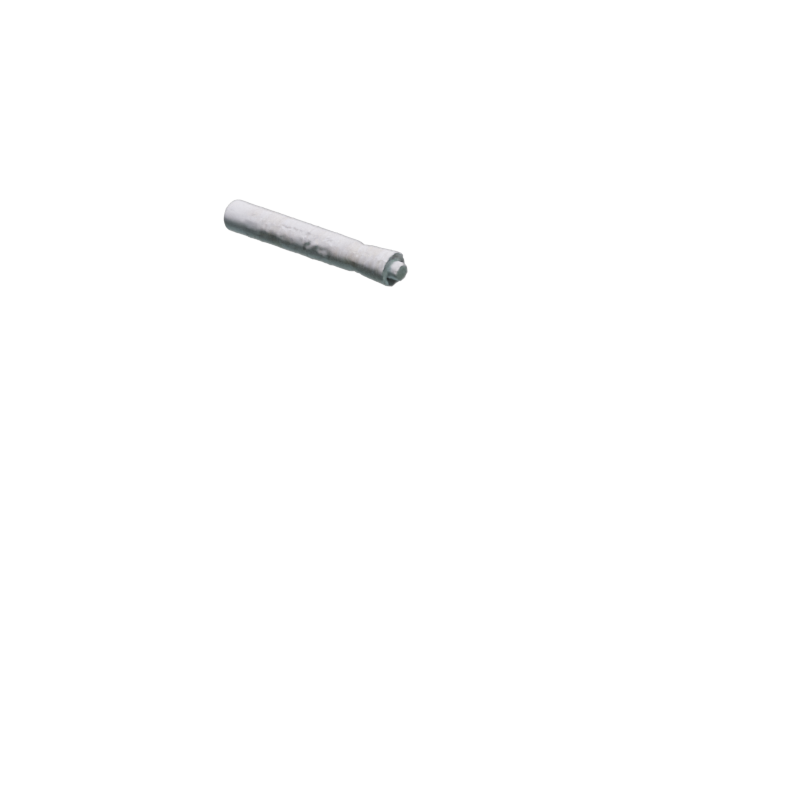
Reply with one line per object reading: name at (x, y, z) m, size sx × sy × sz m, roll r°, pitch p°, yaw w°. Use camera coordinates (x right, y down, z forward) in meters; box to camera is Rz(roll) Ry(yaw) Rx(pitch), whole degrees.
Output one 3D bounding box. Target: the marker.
marker at (-0.047, -0.086, 0.600) m, size 0.128 × 0.019 × 0.019 m, roll 23°, pitch 17°, yaw 35°
